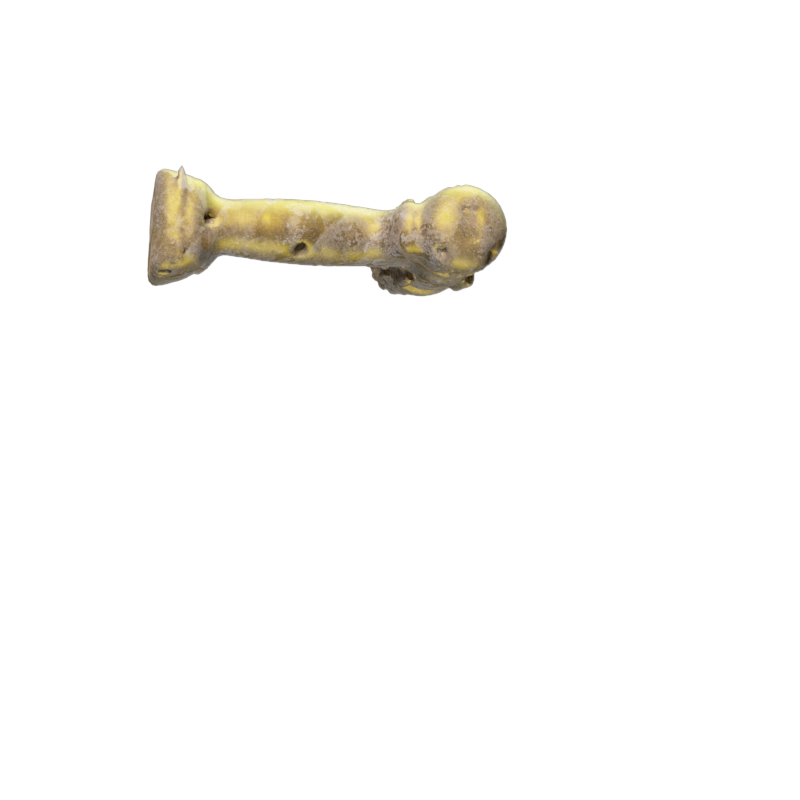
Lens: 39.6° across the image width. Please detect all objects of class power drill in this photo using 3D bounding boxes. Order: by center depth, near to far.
[{"bbox_3d":[-0.050,-0.091,0.637,0.185,0.058,0.184,0,-3,-11],"label":"power drill"}]
